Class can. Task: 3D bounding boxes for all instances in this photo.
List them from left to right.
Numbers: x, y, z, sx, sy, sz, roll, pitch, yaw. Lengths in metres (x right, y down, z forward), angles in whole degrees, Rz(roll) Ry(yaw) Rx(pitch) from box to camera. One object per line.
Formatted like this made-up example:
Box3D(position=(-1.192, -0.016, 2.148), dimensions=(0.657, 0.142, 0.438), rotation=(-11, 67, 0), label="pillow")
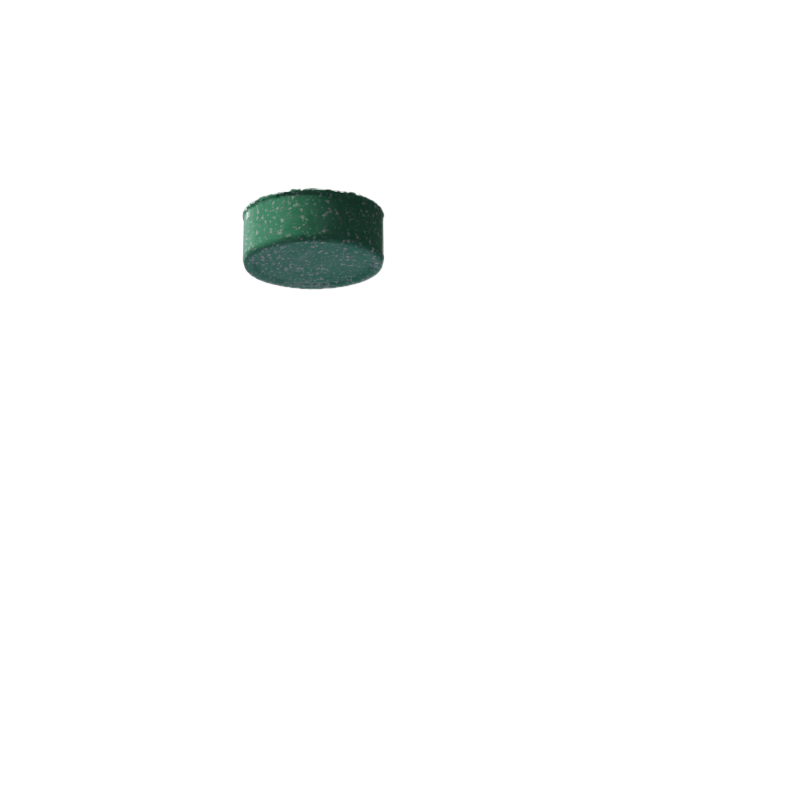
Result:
Box3D(position=(-0.052, -0.095, 0.666), dimensions=(0.086, 0.035, 0.083), rotation=(0, -15, -2), label="can")
